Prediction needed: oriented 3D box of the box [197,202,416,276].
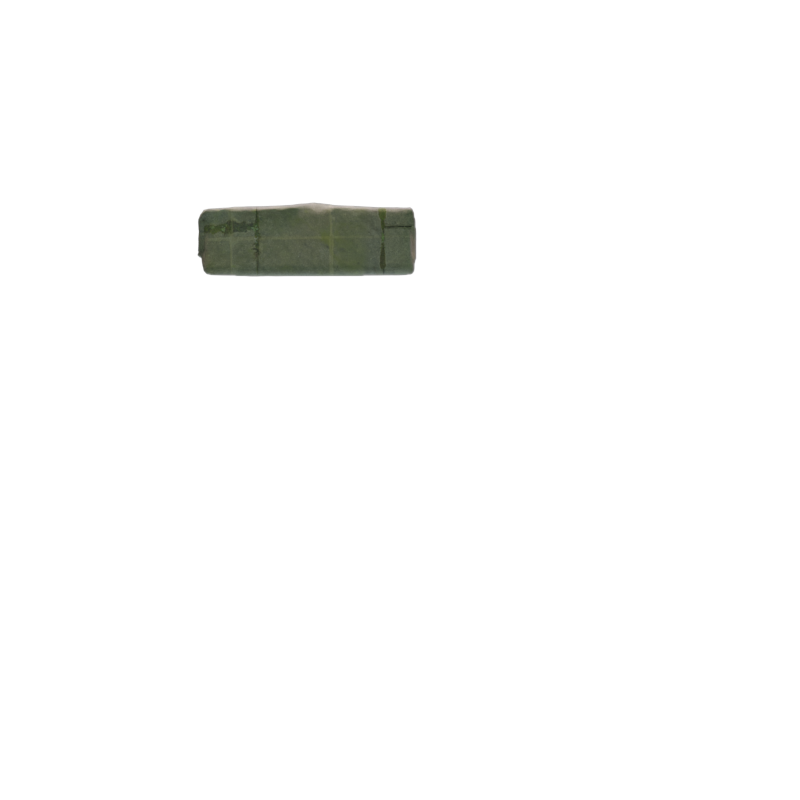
[{"bbox_3d":[-0.038,-0.069,0.483,0.090,0.030,0.073,0,5,3],"label":"box"}]
